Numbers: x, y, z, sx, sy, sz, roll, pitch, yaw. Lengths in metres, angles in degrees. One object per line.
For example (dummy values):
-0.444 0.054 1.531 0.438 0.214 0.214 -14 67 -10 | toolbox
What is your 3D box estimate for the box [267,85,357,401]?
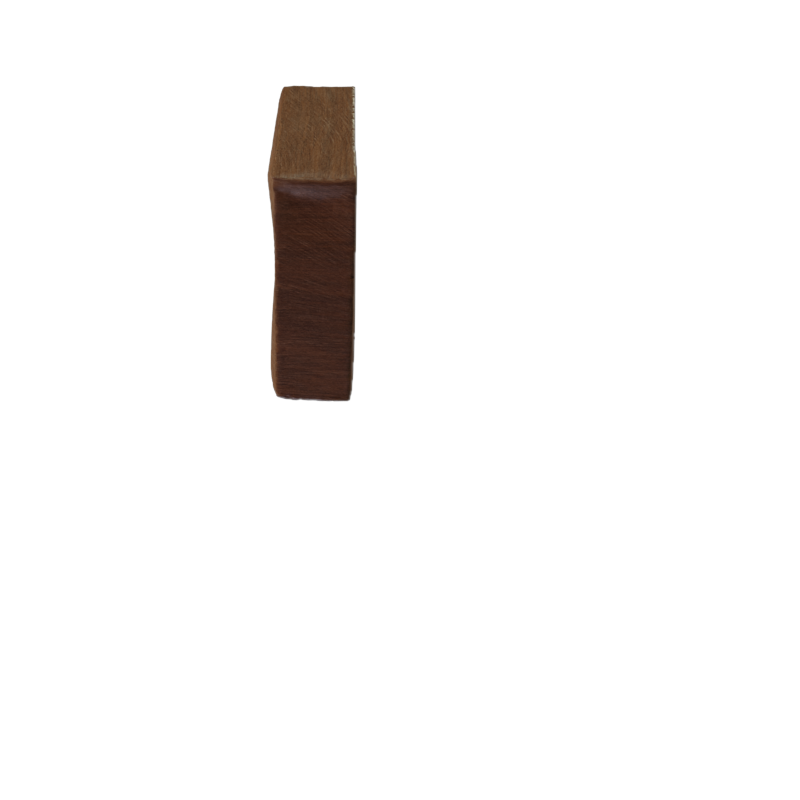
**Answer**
-0.072 -0.132 0.926 0.072 0.200 0.175 1 36 -3 | box
